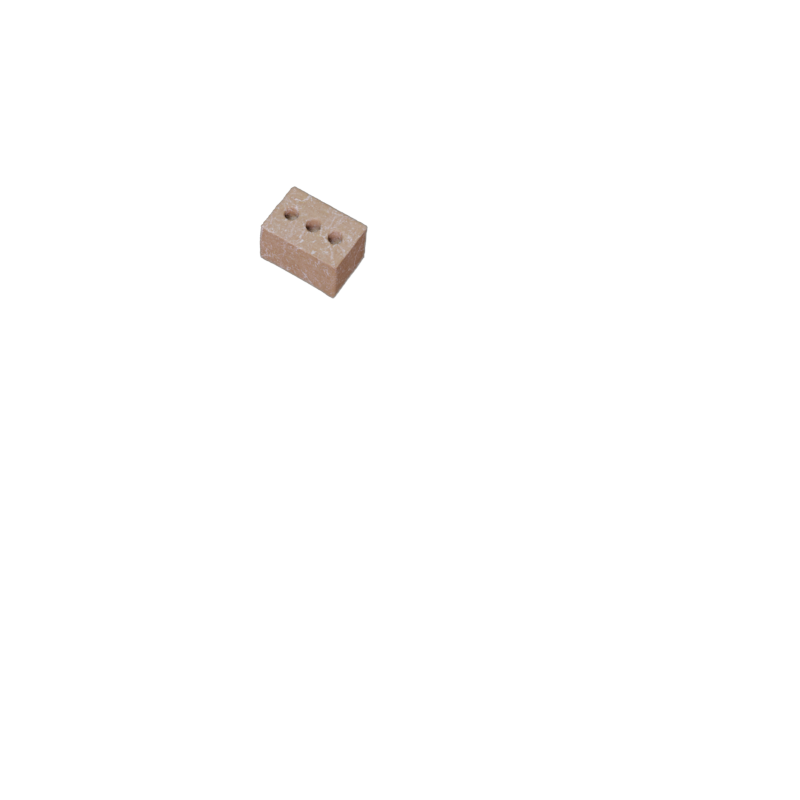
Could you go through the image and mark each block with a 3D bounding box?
[{"bbox_3d":[-0.074,-0.135,0.943,0.081,0.054,0.048,29,-26,15],"label":"block"}]
